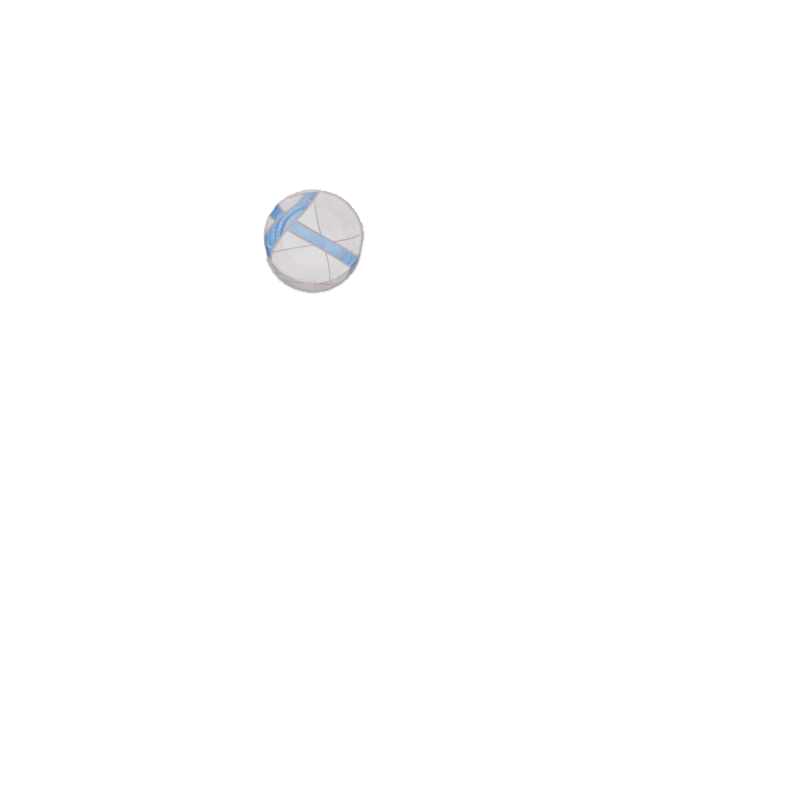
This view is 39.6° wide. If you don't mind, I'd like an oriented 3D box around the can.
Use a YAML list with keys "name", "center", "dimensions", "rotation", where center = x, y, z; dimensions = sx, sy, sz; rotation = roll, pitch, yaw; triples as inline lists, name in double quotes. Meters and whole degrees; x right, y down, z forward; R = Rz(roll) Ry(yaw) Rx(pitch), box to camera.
- name: "can"
  center: [-0.076, -0.138, 0.968]
  dimensions: [0.086, 0.090, 0.032]
  rotation: [-1, -18, -1]
